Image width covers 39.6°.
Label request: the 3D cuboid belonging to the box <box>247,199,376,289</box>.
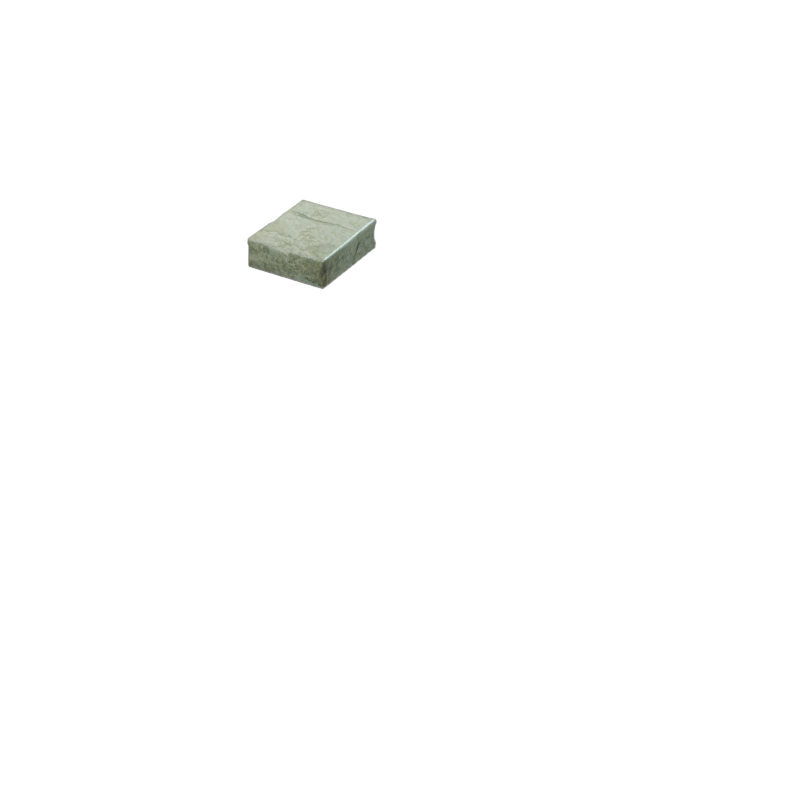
[{"bbox_3d":[-0.071,-0.130,0.912,0.076,0.028,0.091,18,37,24],"label":"box"}]
